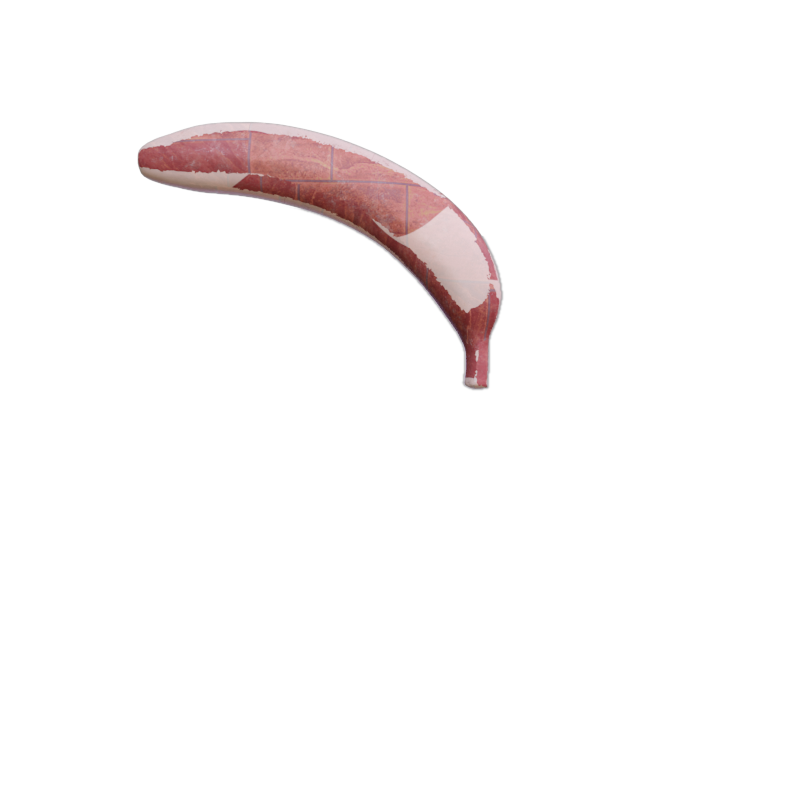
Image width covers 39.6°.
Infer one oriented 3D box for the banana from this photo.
[{"bbox_3d":[-0.027,-0.086,0.517,0.202,0.071,0.035,33,-13,9],"label":"banana"}]
